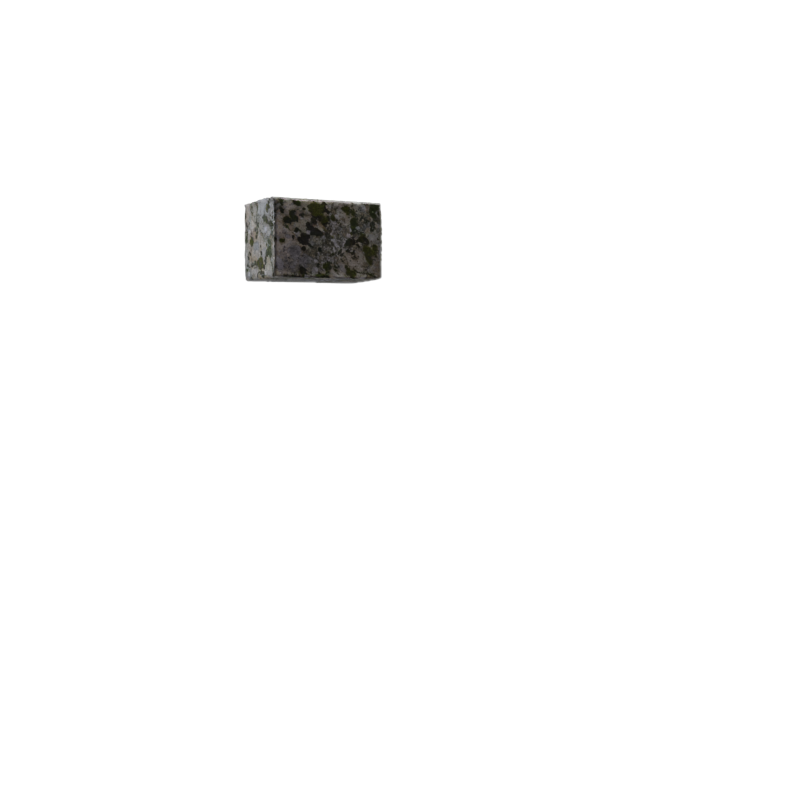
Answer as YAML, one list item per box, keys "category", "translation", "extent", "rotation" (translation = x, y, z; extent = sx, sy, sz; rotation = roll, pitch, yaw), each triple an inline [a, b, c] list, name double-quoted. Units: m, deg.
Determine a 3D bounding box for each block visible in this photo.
- category: "block"
  translation: [-0.057, -0.103, 0.723]
  extent: [0.075, 0.052, 0.054]
  rotation: [0, -1, -27]
